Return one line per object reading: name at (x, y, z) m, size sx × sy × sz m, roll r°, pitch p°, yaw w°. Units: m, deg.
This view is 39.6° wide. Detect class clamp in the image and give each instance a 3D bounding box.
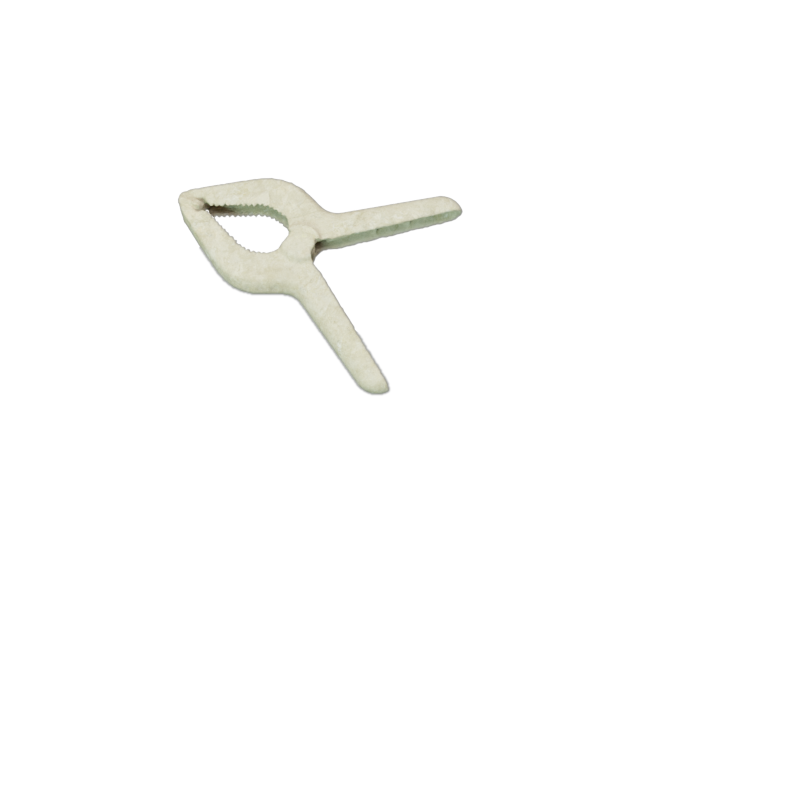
clamp at (-0.066, -0.120, 0.839) m, size 0.216 × 0.169 × 0.034 m, roll 28°, pitch -21°, yaw 11°
